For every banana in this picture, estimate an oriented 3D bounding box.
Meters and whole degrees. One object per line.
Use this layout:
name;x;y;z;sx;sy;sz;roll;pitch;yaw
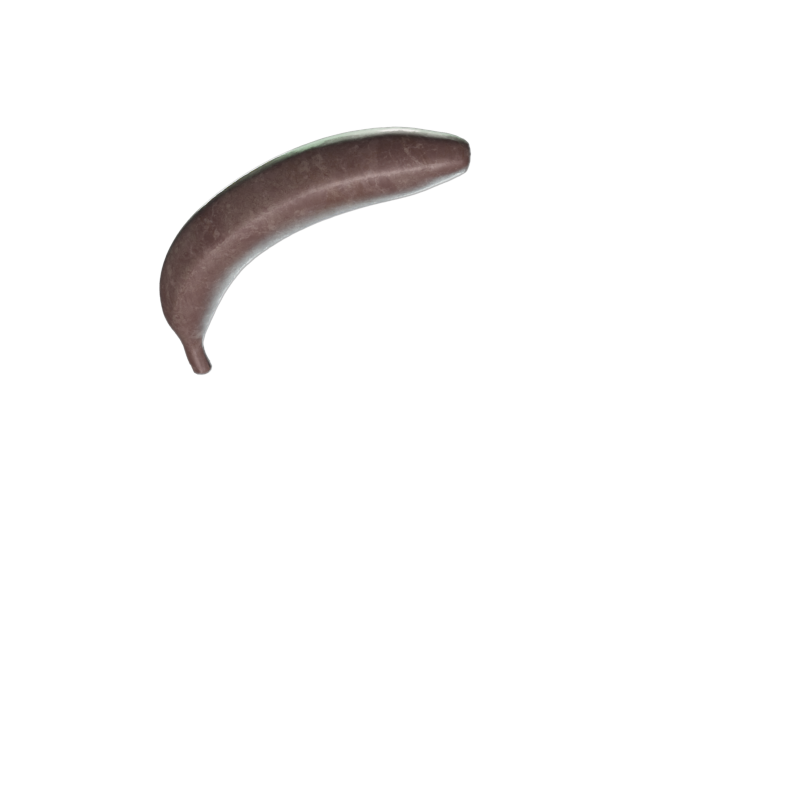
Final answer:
banana;-0.059;-0.086;0.549;0.196;0.039;0.065;-33;-53;28
